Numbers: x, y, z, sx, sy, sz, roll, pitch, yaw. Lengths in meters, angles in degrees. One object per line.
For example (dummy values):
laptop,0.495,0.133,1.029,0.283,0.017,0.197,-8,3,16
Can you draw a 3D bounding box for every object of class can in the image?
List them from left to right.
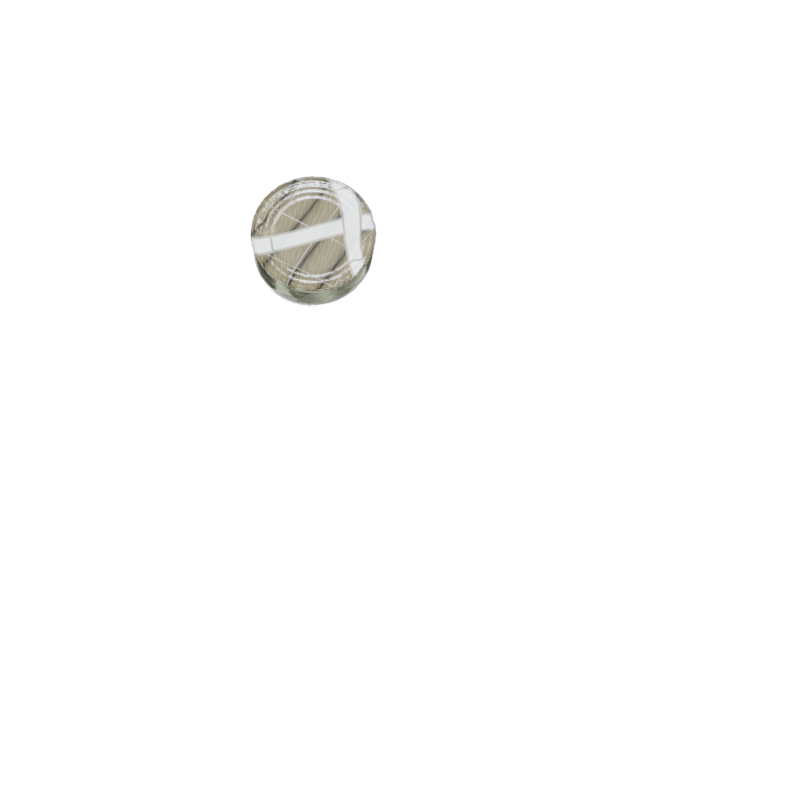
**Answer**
can,-0.060,-0.110,0.772,0.086,0.090,0.032,-1,-21,-1
